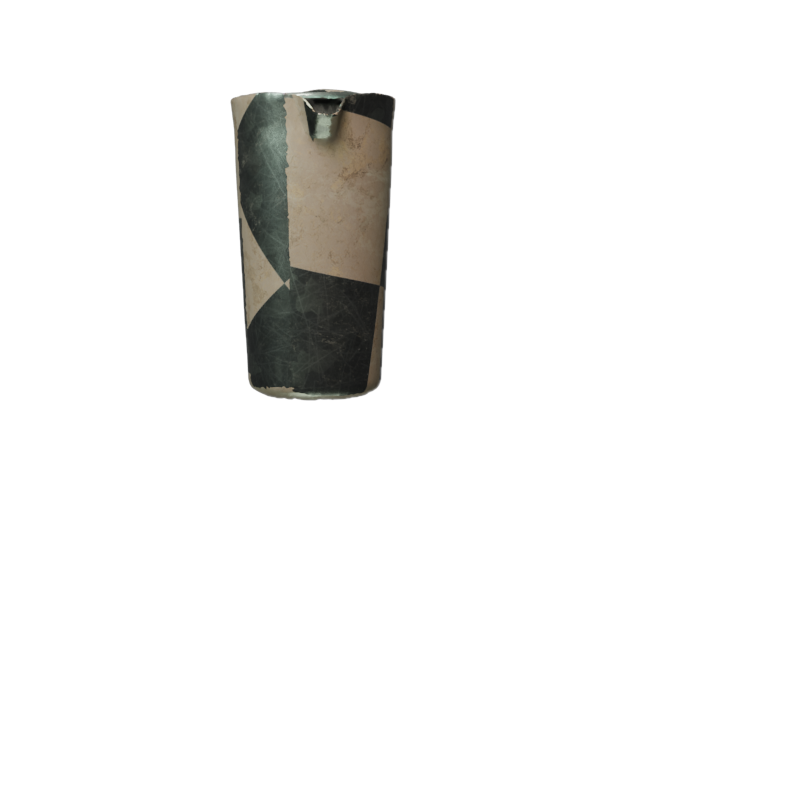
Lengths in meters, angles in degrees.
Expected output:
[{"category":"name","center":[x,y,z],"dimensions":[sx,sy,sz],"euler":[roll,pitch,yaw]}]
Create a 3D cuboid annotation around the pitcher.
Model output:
[{"category":"pitcher","center":[-0.071,-0.129,0.907],"dimensions":[0.151,0.242,0.144],"euler":[2,4,35]}]
